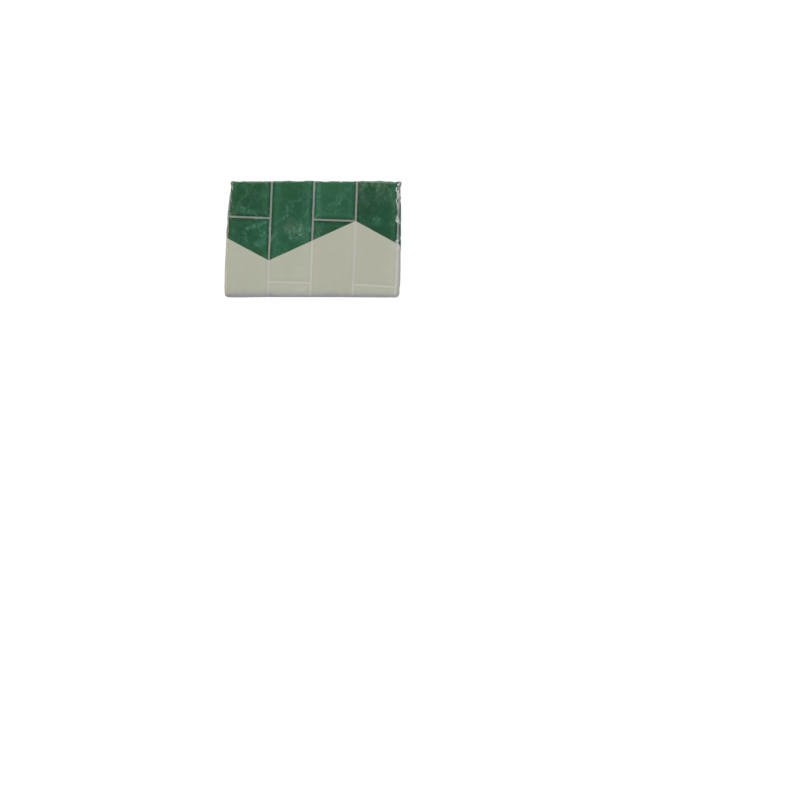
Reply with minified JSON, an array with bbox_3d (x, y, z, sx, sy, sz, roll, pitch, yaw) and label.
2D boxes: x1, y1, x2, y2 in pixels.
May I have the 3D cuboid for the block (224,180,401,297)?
[{"bbox_3d":[-0.040,-0.073,0.510,0.078,0.051,0.053,0,2,-2],"label":"block"}]
